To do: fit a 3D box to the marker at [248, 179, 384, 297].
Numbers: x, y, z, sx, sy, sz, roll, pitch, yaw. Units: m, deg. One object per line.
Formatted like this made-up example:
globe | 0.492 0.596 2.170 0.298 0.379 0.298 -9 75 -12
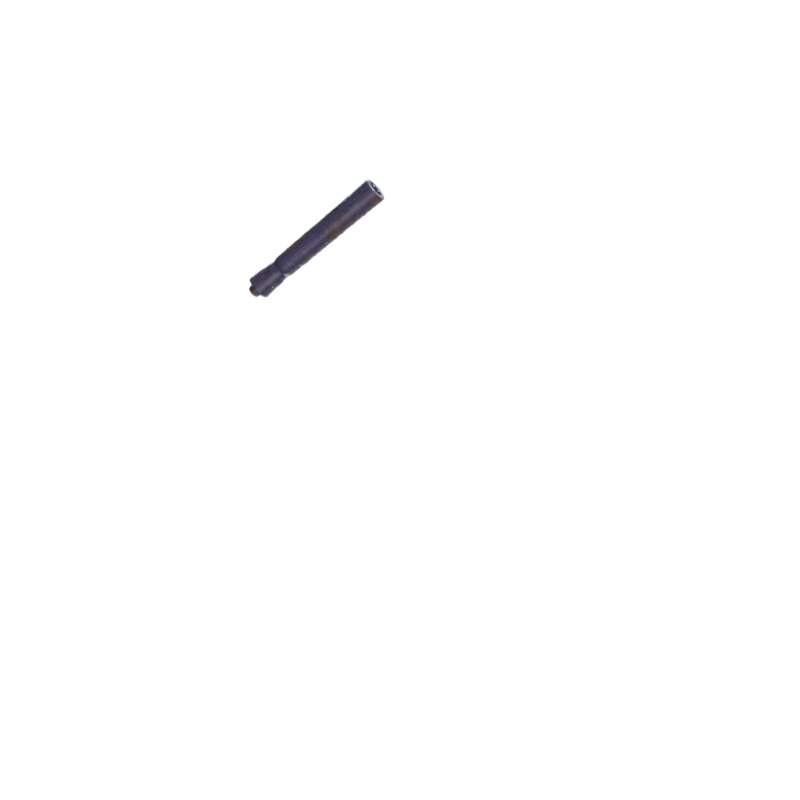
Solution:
marker | -0.063 -0.114 0.801 0.120 0.020 0.019 -38 -8 16
